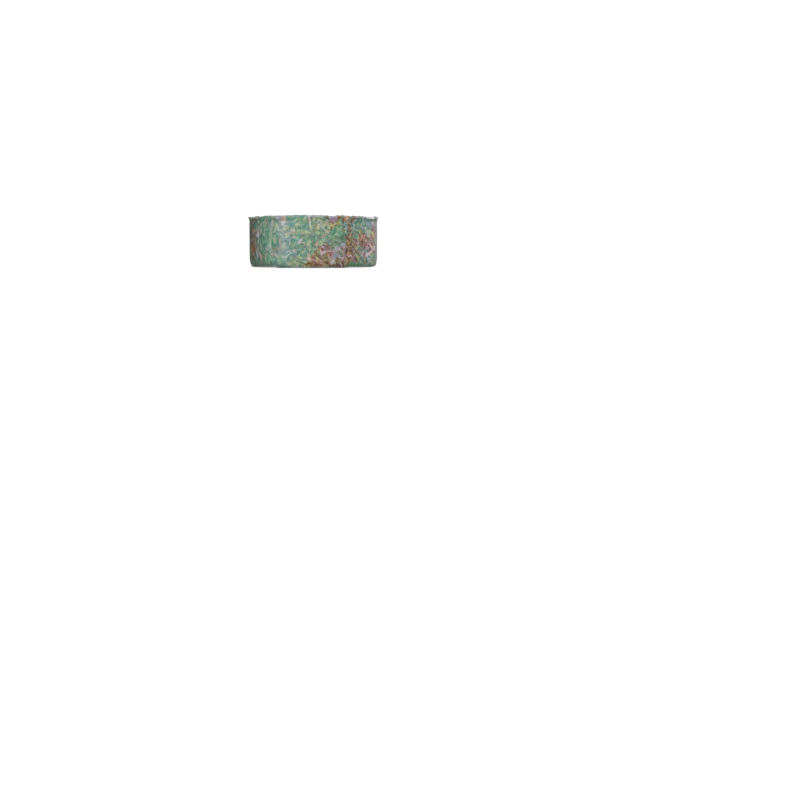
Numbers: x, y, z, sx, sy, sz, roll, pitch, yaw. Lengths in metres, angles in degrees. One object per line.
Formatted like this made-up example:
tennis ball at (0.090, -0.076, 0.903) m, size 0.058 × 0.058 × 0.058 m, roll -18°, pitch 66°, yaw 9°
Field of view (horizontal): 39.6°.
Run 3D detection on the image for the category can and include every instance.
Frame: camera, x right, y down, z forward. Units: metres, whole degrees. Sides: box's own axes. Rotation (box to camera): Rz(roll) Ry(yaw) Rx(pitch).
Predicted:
can at (-0.057, -0.105, 0.734) m, size 0.086 × 0.033 × 0.087 m, roll 0°, pitch 7°, yaw -2°
